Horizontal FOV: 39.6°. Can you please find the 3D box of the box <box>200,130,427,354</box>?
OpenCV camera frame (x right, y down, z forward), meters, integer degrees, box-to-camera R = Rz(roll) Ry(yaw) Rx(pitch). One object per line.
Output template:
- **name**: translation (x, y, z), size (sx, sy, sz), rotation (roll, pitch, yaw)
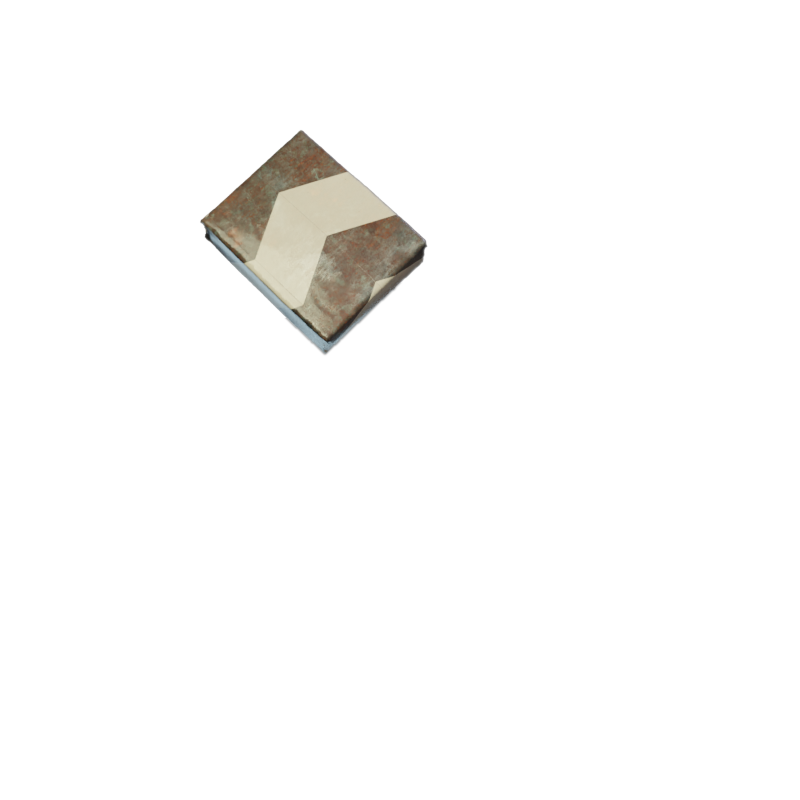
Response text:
- **box**: translation (-0.054, -0.099, 0.694), size (0.118, 0.091, 0.037), rotation (42, -16, 14)
